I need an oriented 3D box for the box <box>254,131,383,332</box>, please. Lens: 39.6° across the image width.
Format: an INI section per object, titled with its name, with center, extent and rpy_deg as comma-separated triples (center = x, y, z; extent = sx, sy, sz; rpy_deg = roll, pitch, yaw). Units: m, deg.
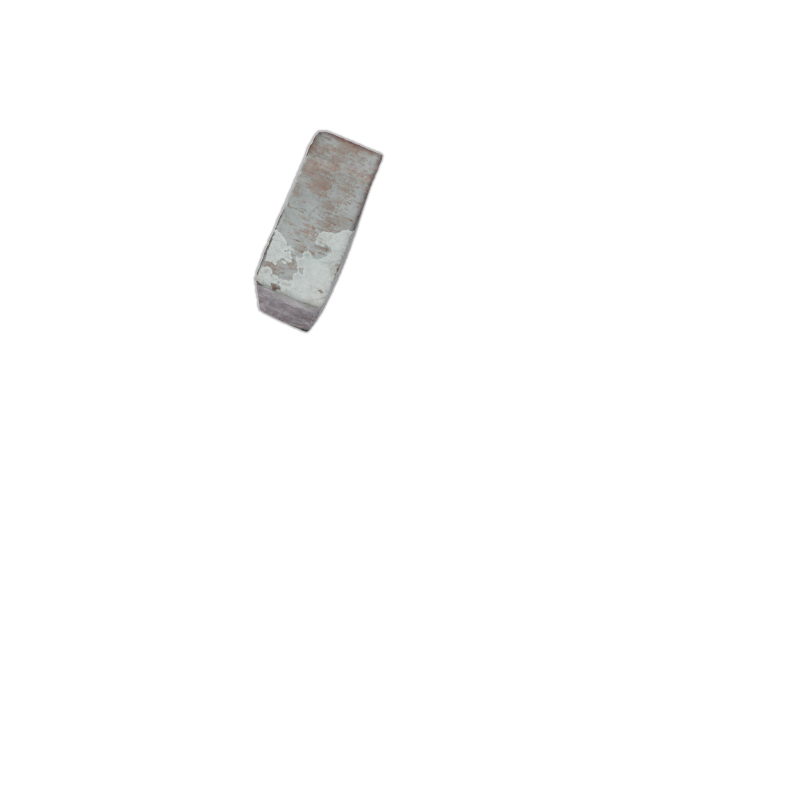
[box]
center = -0.053, -0.096, 0.674
extent = 0.048, 0.095, 0.174
rpy_deg = 22, -5, -3
